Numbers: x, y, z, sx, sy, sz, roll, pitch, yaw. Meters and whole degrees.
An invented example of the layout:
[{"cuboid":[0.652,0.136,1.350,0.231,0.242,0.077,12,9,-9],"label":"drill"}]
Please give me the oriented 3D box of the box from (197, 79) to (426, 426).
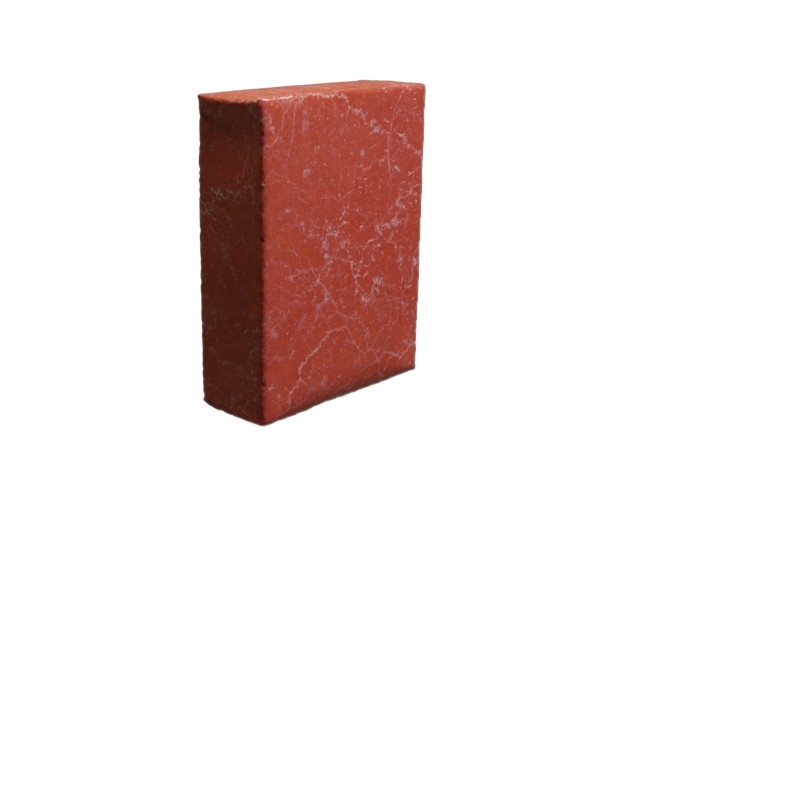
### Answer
[{"cuboid":[-0.060,-0.109,0.767,0.076,0.207,0.161,12,19,39],"label":"box"}]
